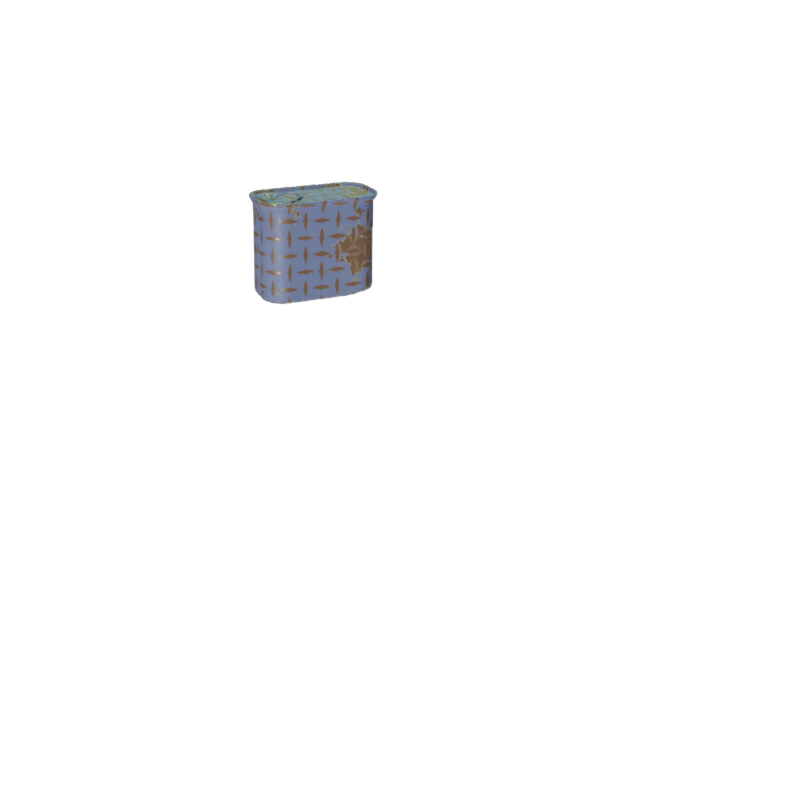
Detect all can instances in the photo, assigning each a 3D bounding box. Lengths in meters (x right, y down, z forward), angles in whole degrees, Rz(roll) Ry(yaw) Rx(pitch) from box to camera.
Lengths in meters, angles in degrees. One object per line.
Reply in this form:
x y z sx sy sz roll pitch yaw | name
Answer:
-0.071 -0.130 0.909 0.100 0.080 0.061 -8 21 -23 | can
